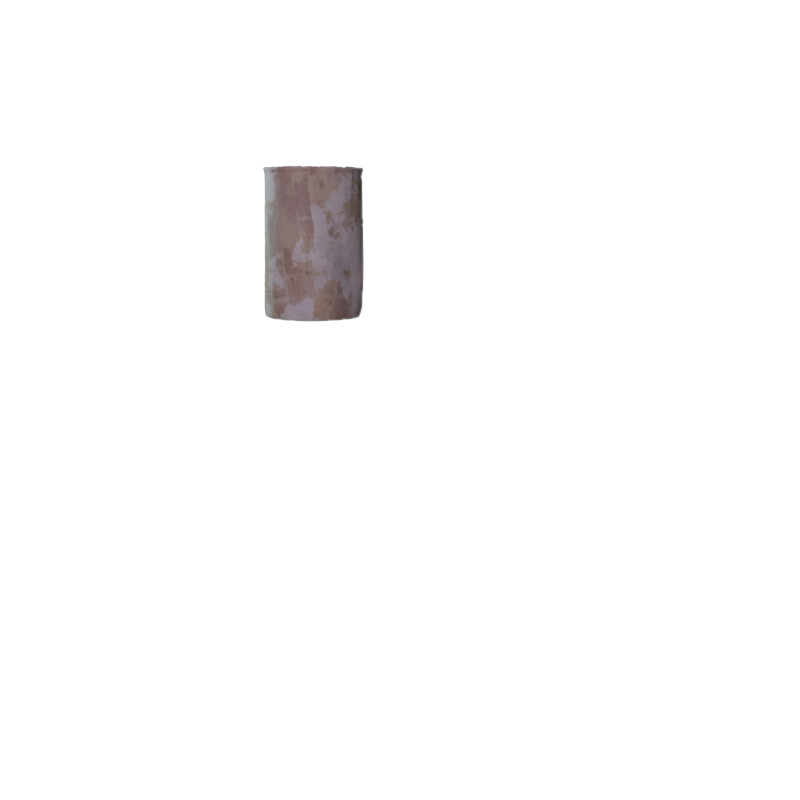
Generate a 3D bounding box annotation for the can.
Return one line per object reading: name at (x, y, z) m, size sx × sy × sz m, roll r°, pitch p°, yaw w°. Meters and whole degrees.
can at (-0.059, -0.108, 0.757) m, size 0.068 × 0.101 × 0.069 m, roll 0°, pitch 5°, yaw -2°
